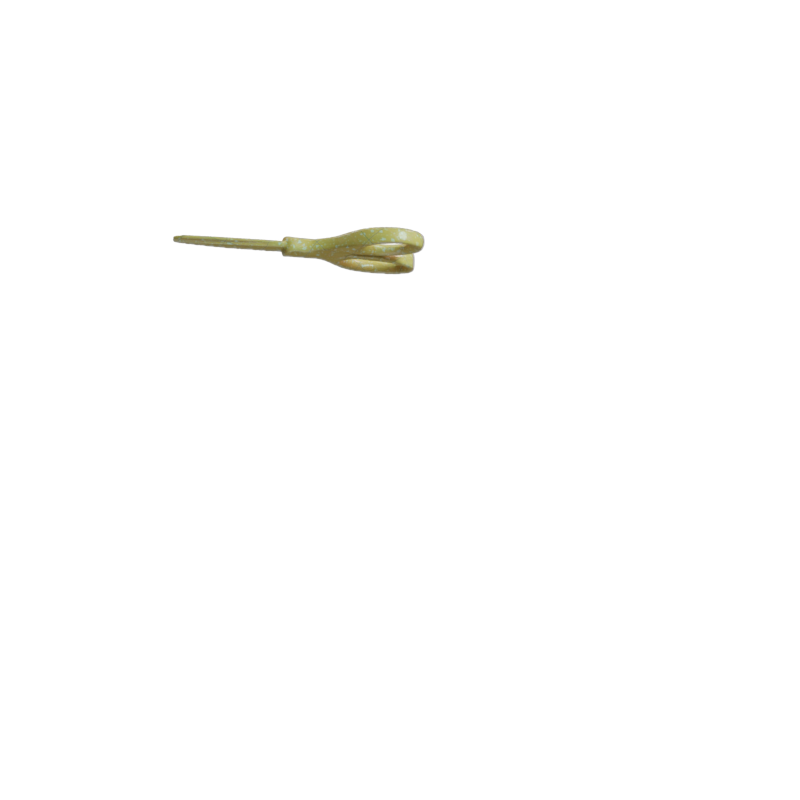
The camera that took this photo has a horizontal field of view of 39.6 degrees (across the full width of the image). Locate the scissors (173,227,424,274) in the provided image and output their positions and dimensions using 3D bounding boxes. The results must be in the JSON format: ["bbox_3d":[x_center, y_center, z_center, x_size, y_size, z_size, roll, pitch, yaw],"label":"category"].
[{"bbox_3d":[-0.069,-0.125,0.878,0.194,0.016,0.096,6,-13,-27],"label":"scissors"}]
